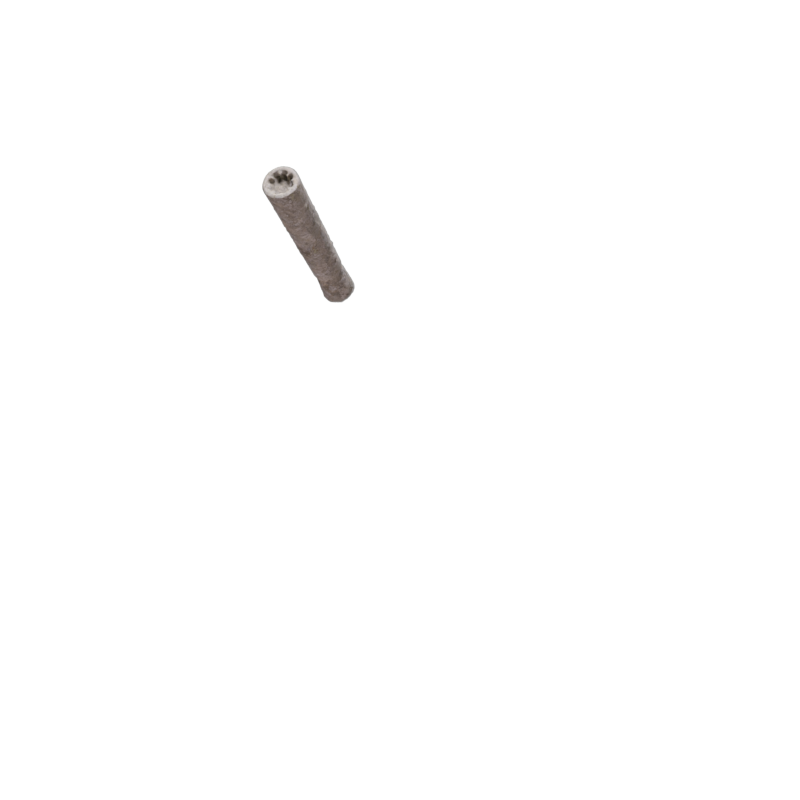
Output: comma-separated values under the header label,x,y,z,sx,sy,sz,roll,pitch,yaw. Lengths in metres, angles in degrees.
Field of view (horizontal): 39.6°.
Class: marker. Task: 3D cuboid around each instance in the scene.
label,x,y,z,sx,sy,sz,roll,pitch,yaw
marker,-0.046,-0.084,0.587,0.020,0.021,0.113,2,-23,15
